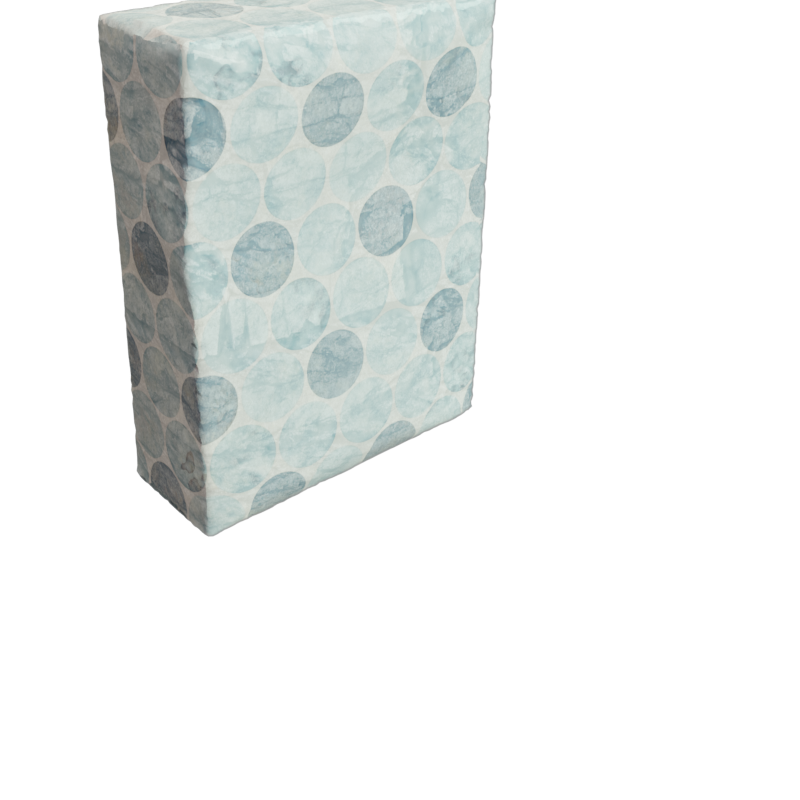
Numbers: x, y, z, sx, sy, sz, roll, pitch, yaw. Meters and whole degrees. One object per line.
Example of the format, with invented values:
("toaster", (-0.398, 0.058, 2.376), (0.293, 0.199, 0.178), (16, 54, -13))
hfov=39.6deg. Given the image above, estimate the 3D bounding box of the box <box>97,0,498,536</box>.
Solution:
("box", (-0.038, -0.070, 0.492), (0.162, 0.202, 0.077), (-21, 33, -36))
